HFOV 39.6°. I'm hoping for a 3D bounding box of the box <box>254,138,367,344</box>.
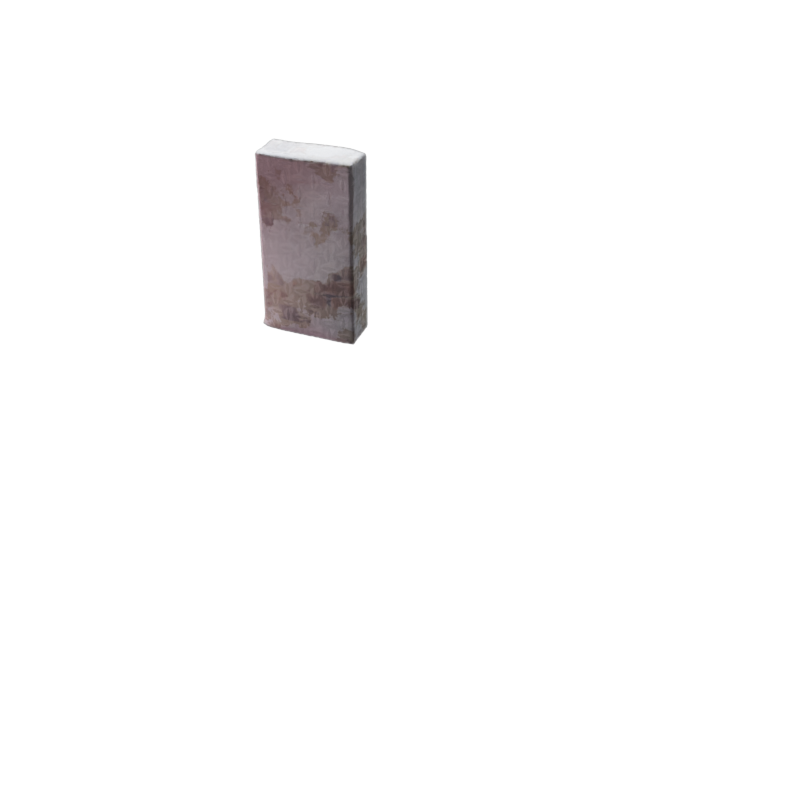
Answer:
[{"bbox_3d":[-0.078,-0.142,0.995,0.096,0.167,0.049,12,28,20],"label":"box"}]
